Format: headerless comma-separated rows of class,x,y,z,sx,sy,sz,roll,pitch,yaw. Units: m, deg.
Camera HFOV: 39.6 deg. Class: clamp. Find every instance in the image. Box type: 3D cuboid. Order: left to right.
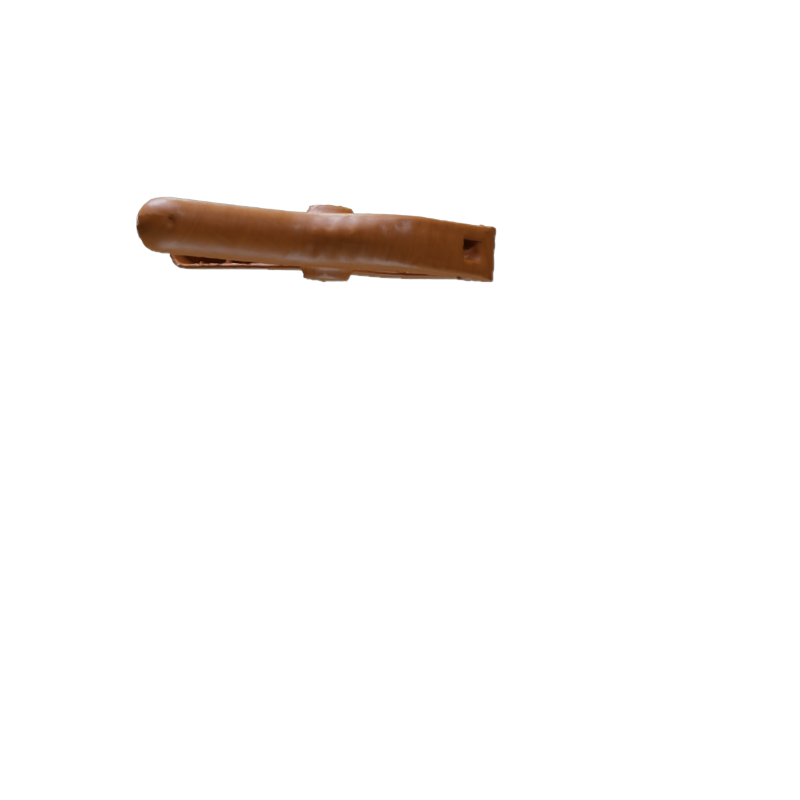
clamp,-0.041,-0.075,0.526,0.173,0.039,0.120,1,7,7
